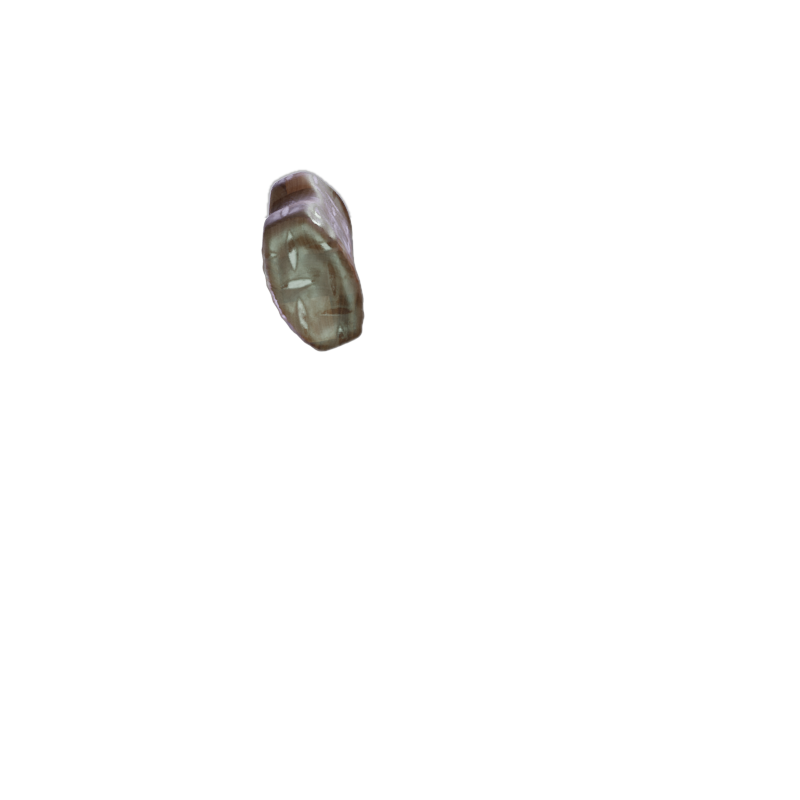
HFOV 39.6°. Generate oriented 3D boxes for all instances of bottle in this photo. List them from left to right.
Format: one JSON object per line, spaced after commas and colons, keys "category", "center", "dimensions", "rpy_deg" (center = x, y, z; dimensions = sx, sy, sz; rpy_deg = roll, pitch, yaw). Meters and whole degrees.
{"category": "bottle", "center": [-0.063, -0.114, 0.802], "dimensions": [0.058, 0.091, 0.201], "rpy_deg": [-24, 23, 7]}
